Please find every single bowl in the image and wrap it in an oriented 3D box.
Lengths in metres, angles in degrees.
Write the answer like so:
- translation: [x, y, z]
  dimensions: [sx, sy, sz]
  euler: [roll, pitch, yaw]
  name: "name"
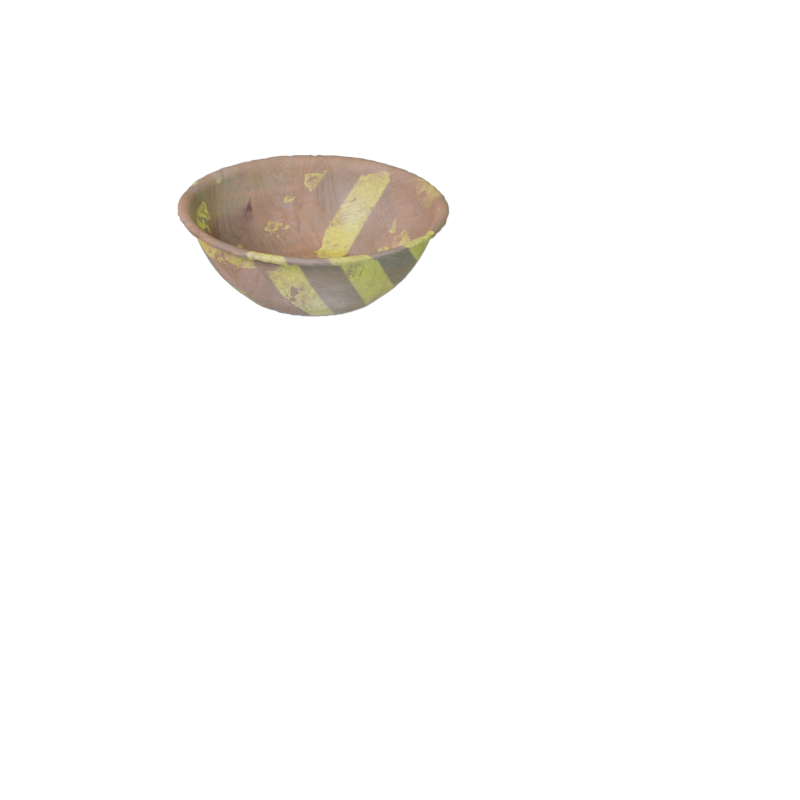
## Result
- translation: [-0.053, -0.096, 0.674]
  dimensions: [0.162, 0.052, 0.172]
  euler: [-1, 31, -2]
  name: "bowl"
